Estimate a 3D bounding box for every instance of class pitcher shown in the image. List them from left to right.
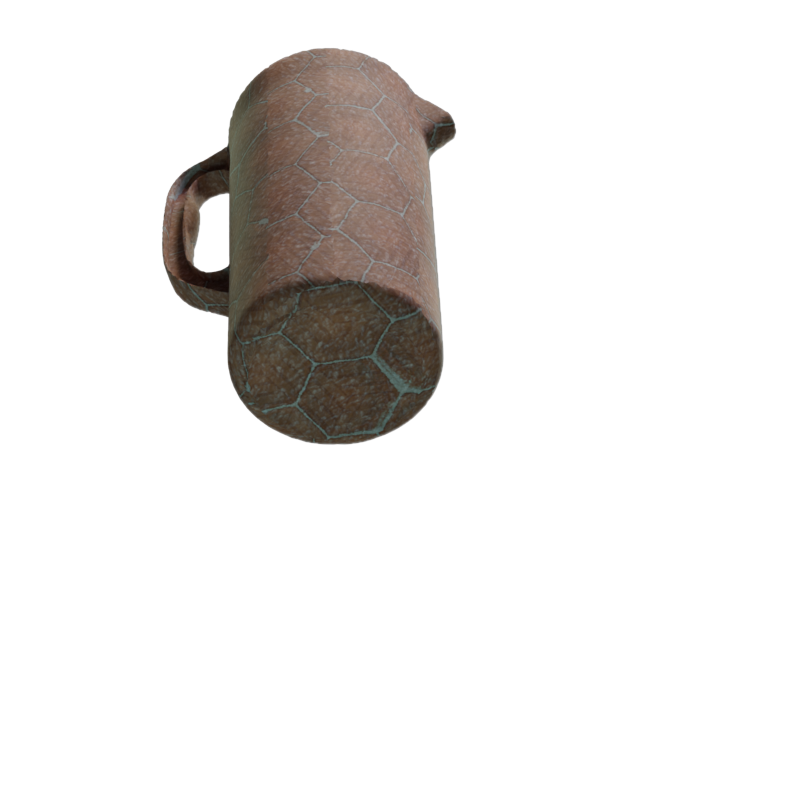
[{"bbox_3d":[-0.050,-0.092,0.644,0.139,0.145,0.260,26,33,-22],"label":"pitcher"}]
